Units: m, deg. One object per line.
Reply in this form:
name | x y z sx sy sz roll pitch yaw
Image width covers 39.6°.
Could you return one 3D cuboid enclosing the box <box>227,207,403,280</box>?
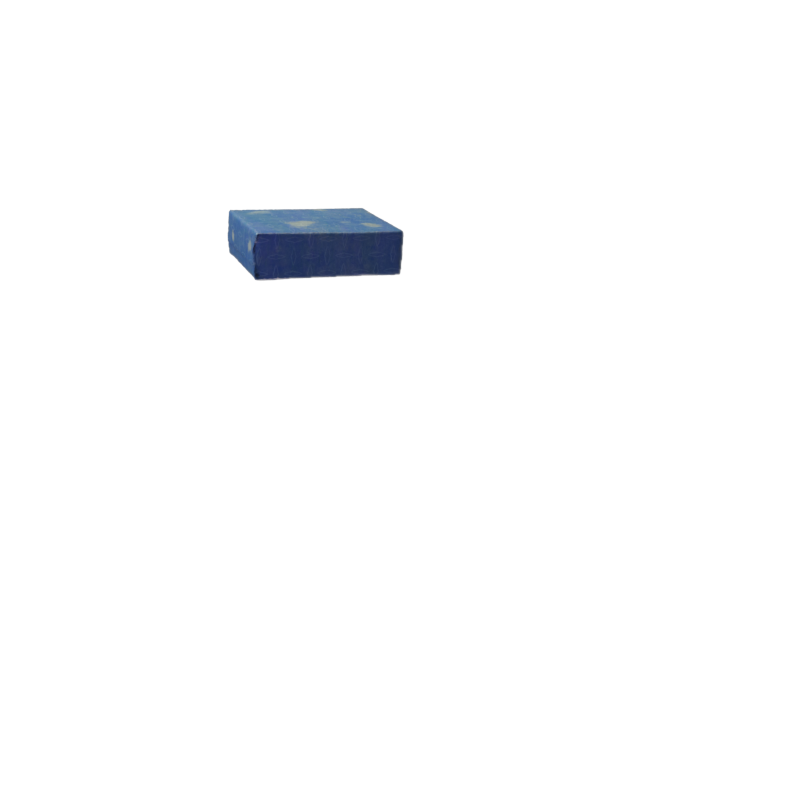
box | -0.065 -0.118 0.826 0.111 0.038 0.095 -6 19 -17
